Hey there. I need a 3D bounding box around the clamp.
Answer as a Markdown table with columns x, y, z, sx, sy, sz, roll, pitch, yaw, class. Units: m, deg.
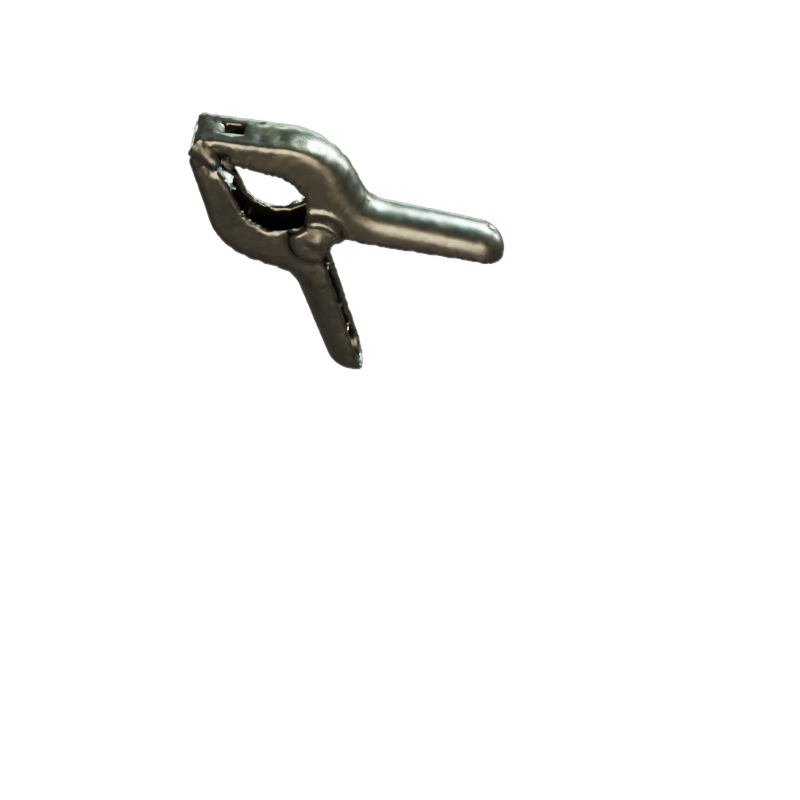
| x | y | z | sx | sy | sz | roll | pitch | yaw | class |
| --- | --- | --- | --- | --- | --- | --- | --- | --- | --- |
| -0.045 | -0.083 | 0.581 | 0.165 | 0.117 | 0.042 | 30 | 27 | -18 | clamp |
